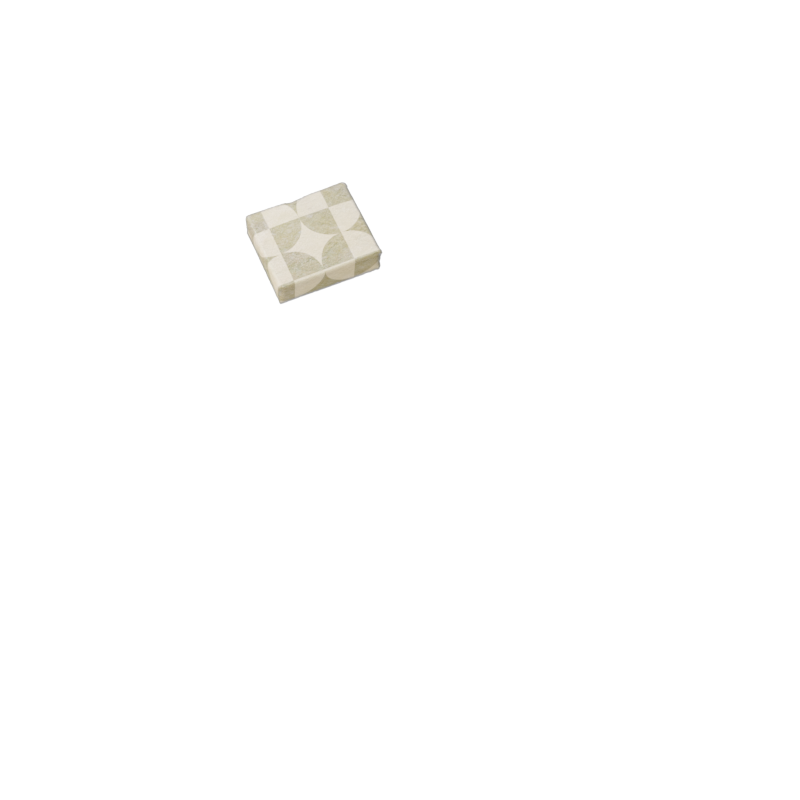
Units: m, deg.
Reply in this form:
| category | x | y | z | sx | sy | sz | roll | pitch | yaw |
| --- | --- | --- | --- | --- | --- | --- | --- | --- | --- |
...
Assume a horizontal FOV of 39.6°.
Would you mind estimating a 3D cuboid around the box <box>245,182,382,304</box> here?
| category | x | y | z | sx | sy | sz | roll | pitch | yaw |
| --- | --- | --- | --- | --- | --- | --- | --- | --- | --- |
| box | -0.069 | -0.126 | 0.883 | 0.089 | 0.078 | 0.028 | -21 | -27 | -12 |
